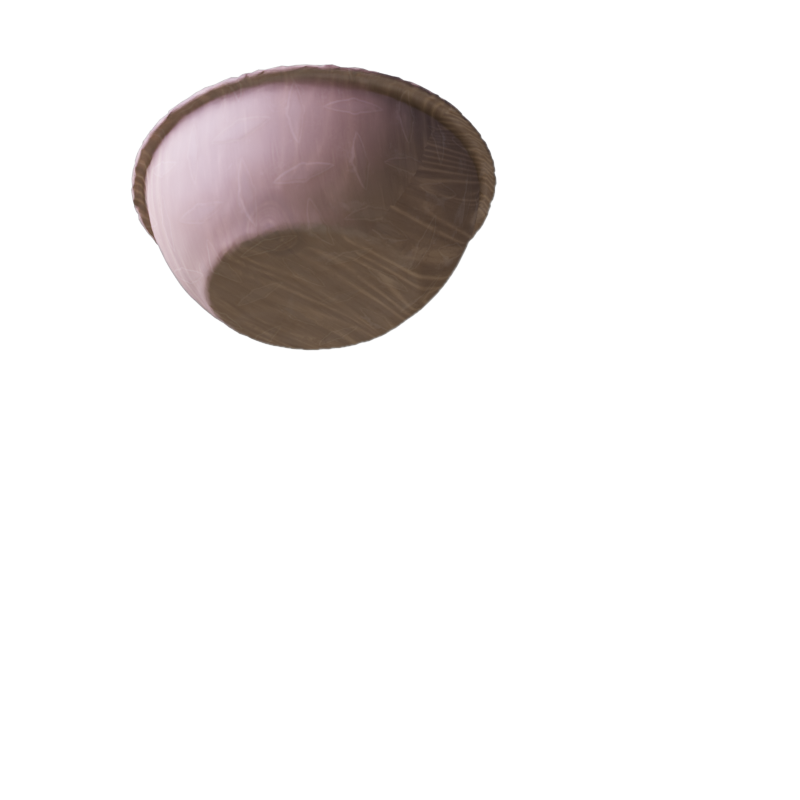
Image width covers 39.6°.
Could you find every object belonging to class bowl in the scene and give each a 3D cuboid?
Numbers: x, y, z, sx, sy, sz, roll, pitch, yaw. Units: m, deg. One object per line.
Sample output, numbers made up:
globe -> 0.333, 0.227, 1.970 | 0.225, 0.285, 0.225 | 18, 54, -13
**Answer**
bowl -> -0.038, -0.068, 0.479 | 0.162, 0.059, 0.152 | 1, -32, -2
